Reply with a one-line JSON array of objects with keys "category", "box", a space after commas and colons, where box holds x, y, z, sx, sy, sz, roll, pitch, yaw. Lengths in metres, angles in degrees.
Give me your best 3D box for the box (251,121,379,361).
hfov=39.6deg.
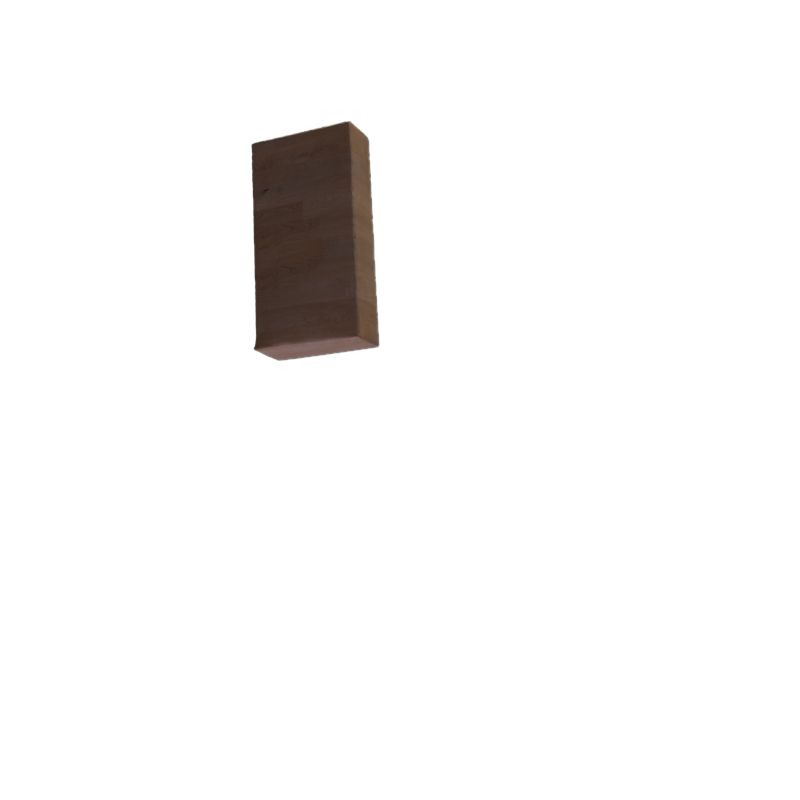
[{"category": "box", "box": [-0.068, -0.125, 0.877, 0.095, 0.184, 0.045, -9, -20, 24]}]
